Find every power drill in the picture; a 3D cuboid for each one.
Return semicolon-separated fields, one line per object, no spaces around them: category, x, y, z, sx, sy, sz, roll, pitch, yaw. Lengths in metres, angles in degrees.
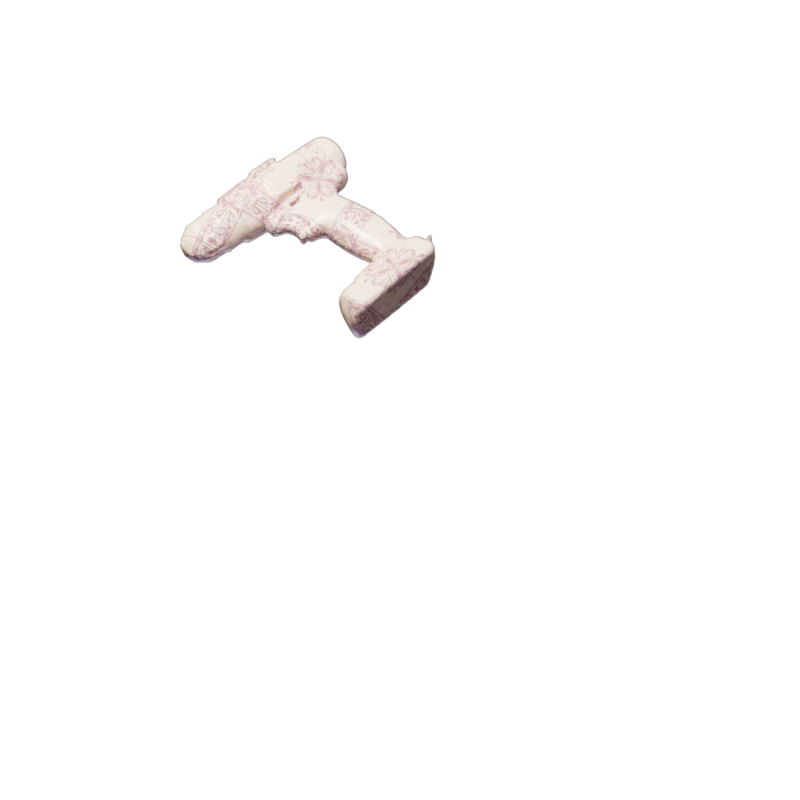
power drill;-0.078;-0.141;0.991;0.186;0.199;0.054;-39;-26;-23
